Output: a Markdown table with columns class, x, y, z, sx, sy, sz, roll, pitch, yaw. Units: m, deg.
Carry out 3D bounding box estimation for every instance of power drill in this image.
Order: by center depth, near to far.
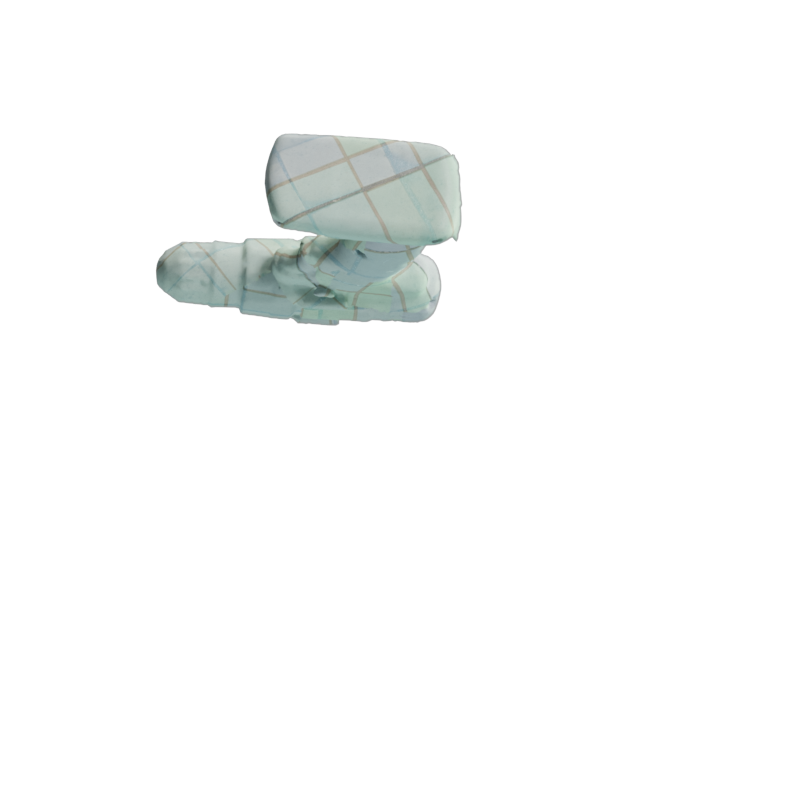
| class | x | y | z | sx | sy | sz | roll | pitch | yaw |
| --- | --- | --- | --- | --- | --- | --- | --- | --- | --- |
| power drill | -0.051 | -0.094 | 0.658 | 0.182 | 0.060 | 0.183 | 2 | -13 | -10 |
